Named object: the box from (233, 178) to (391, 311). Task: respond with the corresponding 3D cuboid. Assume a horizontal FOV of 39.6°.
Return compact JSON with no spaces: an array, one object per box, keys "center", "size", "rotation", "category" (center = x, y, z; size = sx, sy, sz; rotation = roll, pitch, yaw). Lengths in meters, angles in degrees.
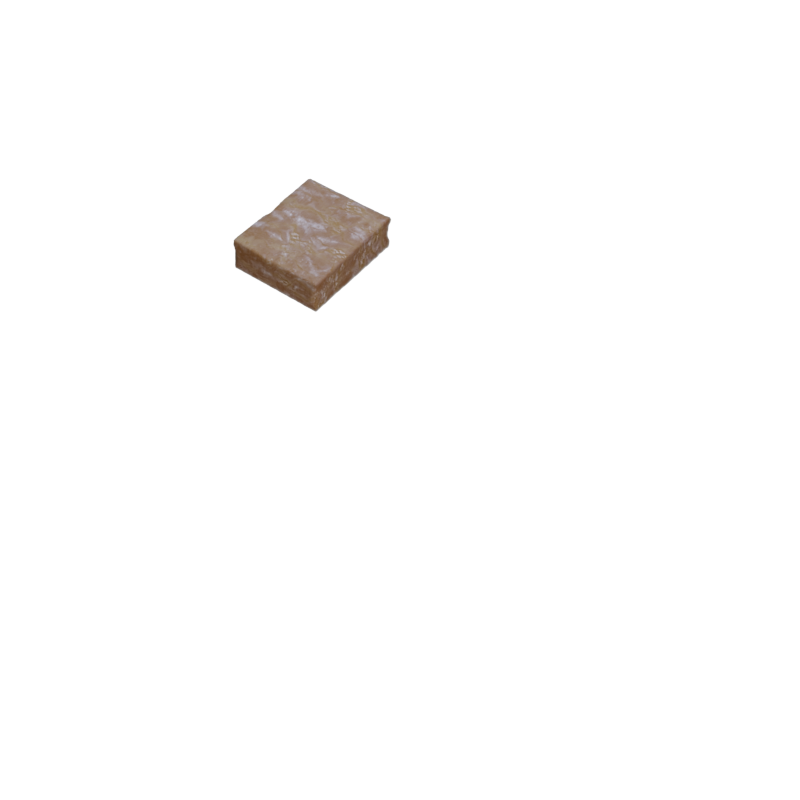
[{"center":[-0.061,-0.111,0.776],"size":[0.077,0.028,0.091],"rotation":[28,52,24],"category":"box"}]
